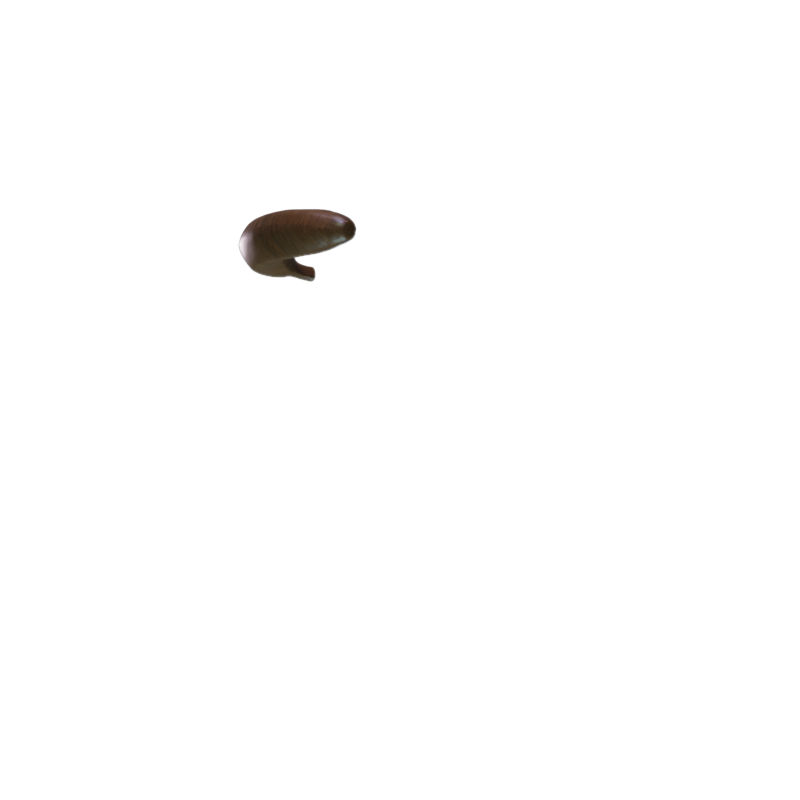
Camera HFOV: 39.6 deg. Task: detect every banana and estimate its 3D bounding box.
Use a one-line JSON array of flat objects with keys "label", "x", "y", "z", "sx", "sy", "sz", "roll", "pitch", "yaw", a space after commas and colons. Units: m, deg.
[{"label": "banana", "x": -0.083, "y": -0.117, "z": 0.820, "sx": 0.069, "sy": 0.037, "sz": 0.198, "roll": 0, "pitch": -1, "yaw": -12}]
